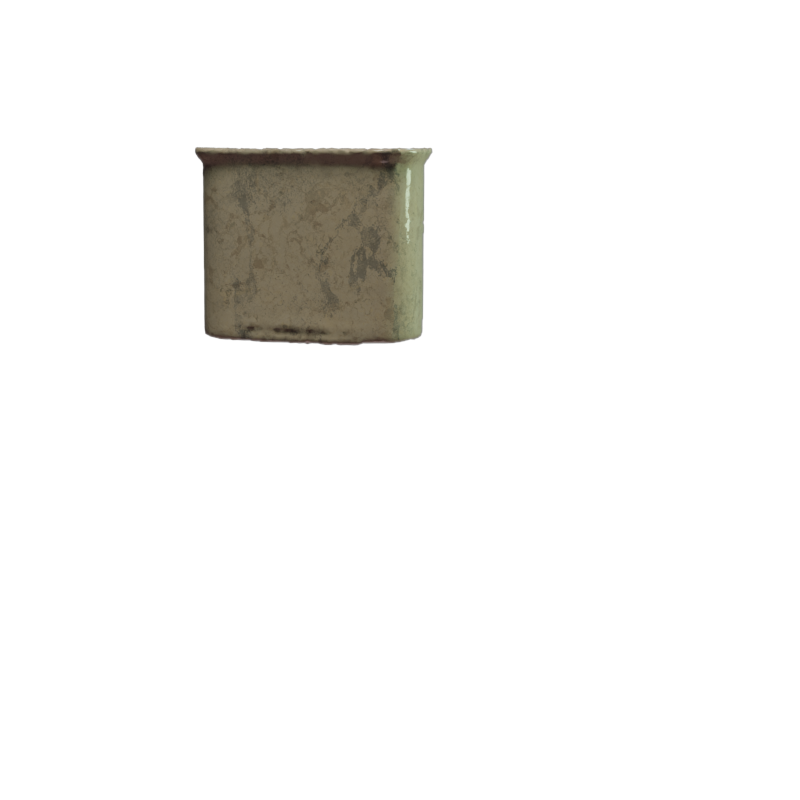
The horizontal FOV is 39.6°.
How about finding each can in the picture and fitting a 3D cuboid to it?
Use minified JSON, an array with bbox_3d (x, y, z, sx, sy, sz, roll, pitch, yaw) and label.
[{"bbox_3d":[-0.038,-0.070,0.492,0.104,0.083,0.057,3,8,16],"label":"can"}]
